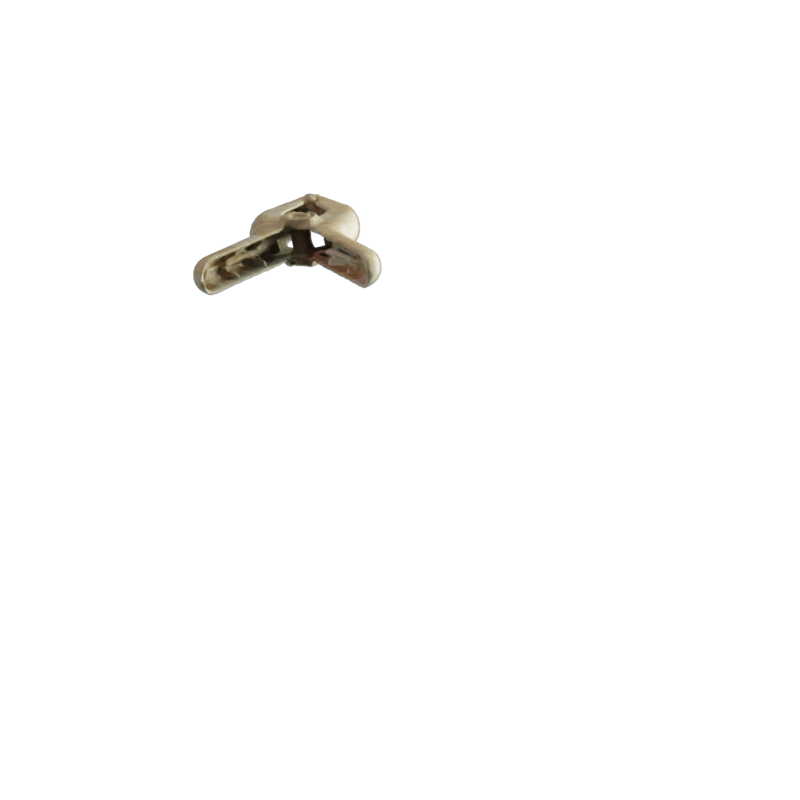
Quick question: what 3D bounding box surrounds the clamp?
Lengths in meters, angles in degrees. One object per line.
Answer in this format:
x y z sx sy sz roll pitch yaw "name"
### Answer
-0.060 -0.110 0.768 0.122 0.037 0.177 6 27 11 "clamp"
